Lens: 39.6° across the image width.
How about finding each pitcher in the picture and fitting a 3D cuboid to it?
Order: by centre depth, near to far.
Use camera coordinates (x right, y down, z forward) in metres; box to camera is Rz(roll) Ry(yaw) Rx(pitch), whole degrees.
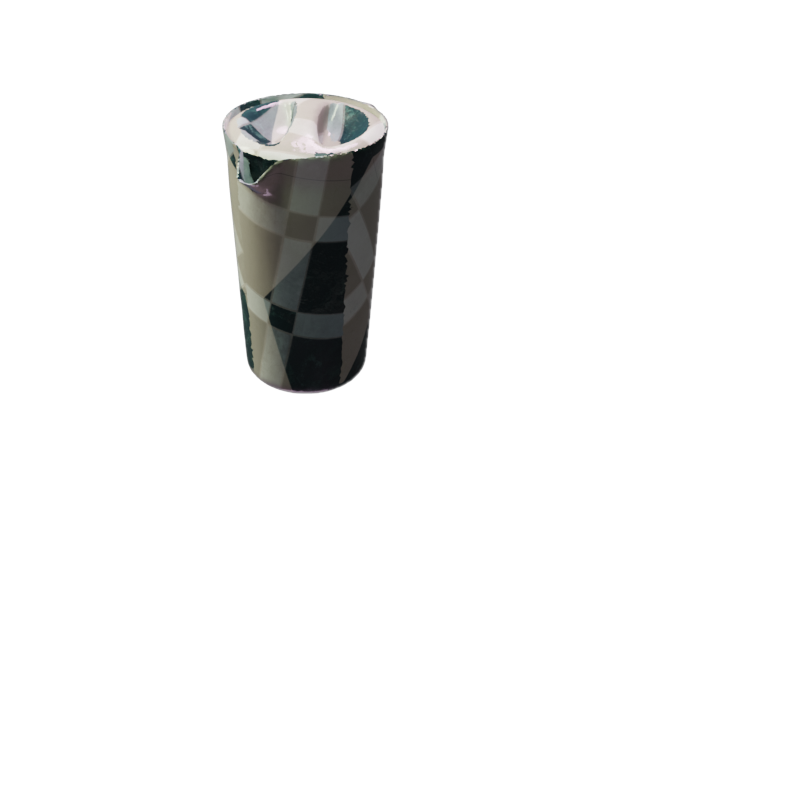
[{"bbox_3d":[-0.075,-0.136,0.952,0.147,0.228,0.156,-7,34,-14],"label":"pitcher"}]
